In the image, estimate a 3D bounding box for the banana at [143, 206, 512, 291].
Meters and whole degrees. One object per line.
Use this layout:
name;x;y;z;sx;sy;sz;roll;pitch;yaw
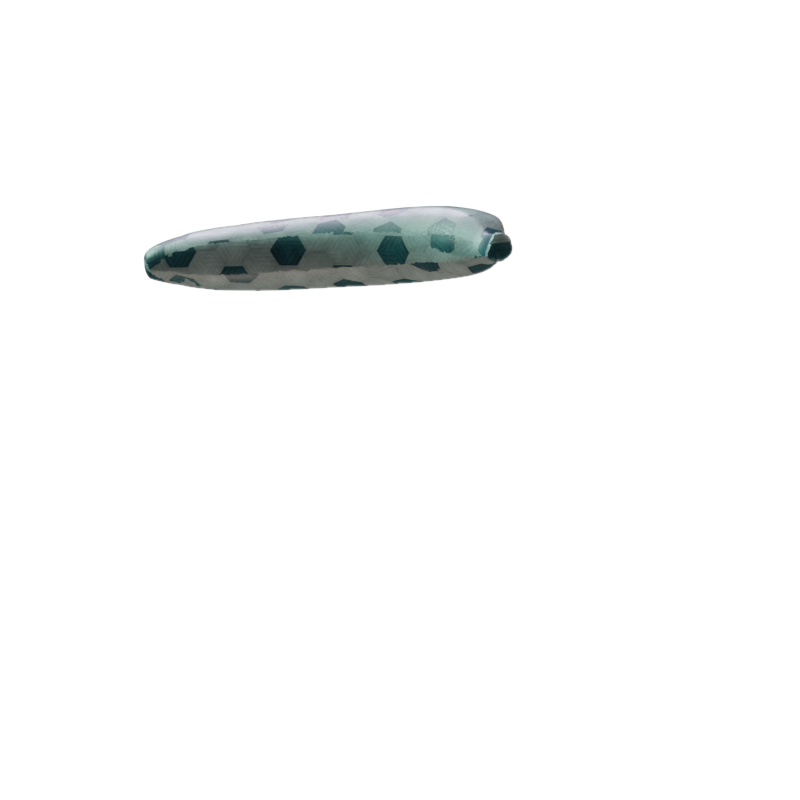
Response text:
banana;-0.030;-0.075;0.543;0.204;0.037;0.066;-1;-3;28
